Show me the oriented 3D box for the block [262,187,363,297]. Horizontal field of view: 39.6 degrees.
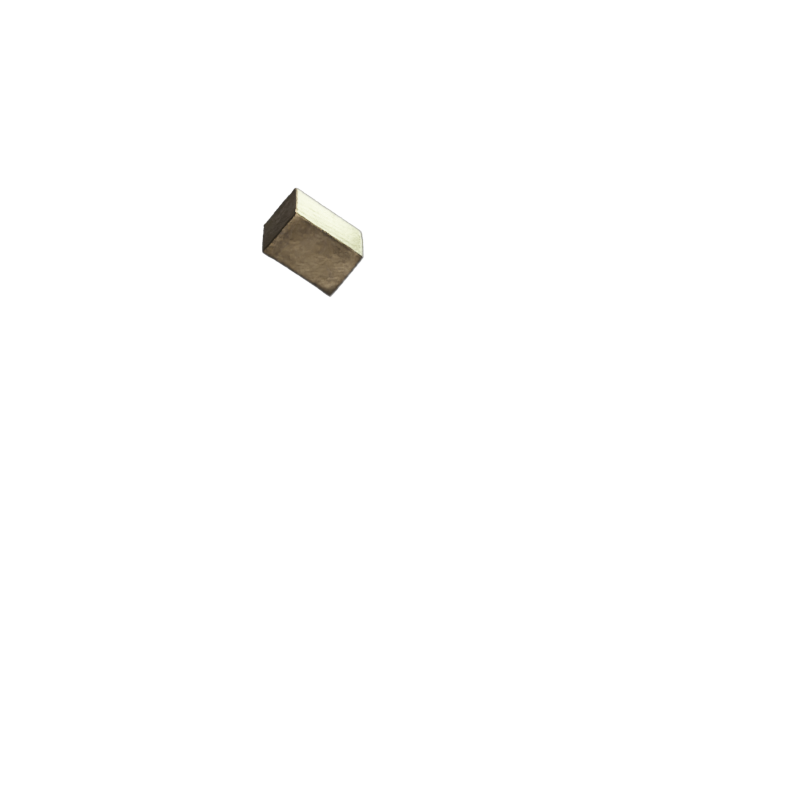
[{"bbox_3d":[-0.078,-0.142,0.996,0.075,0.052,0.054,34,25,-19],"label":"block"}]
